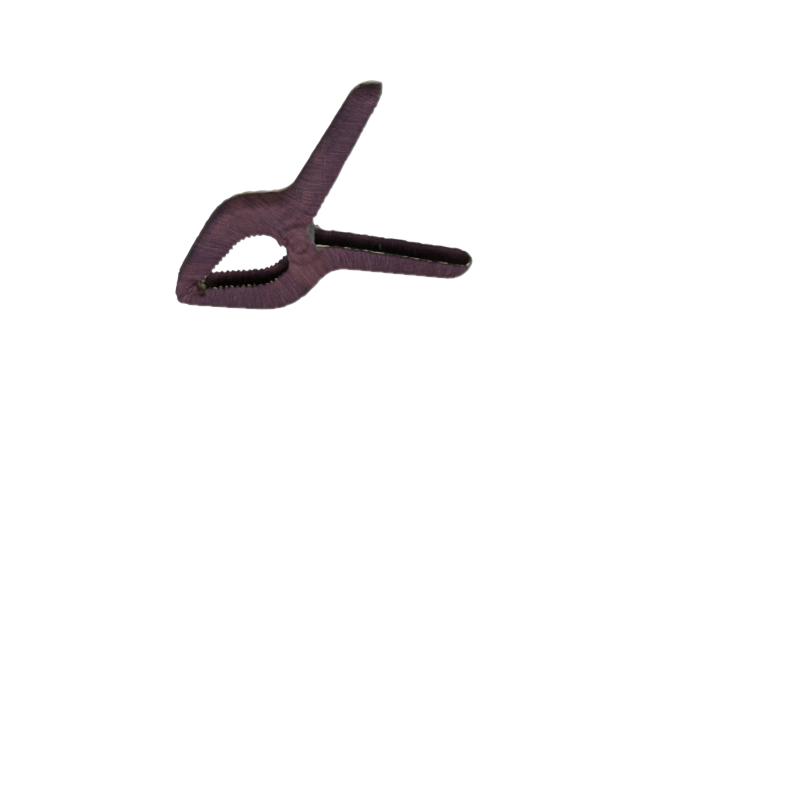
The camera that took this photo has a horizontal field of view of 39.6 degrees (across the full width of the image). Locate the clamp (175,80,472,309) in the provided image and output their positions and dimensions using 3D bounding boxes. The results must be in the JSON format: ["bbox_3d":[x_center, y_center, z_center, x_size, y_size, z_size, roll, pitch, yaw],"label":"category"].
[{"bbox_3d":[-0.062,-0.113,0.795,0.210,0.155,0.039,-29,27,16],"label":"clamp"}]
